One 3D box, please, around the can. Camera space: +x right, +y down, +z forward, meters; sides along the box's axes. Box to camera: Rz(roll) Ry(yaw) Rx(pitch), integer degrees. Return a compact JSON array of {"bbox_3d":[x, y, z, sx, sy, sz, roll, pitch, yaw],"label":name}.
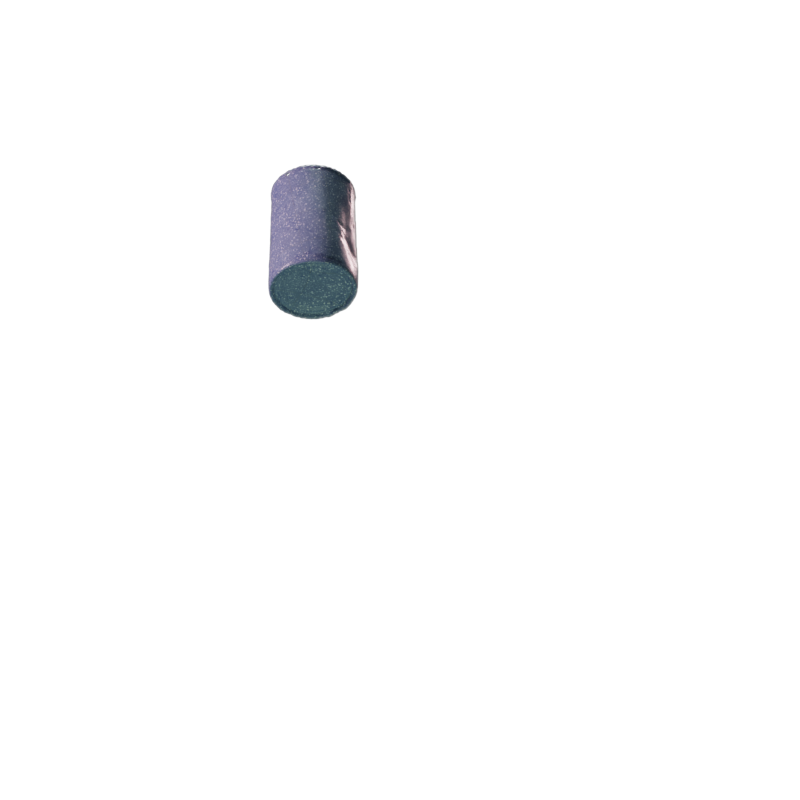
[{"bbox_3d":[-0.066,-0.121,0.849,0.068,0.110,0.064,-1,-40,-3],"label":"can"}]
